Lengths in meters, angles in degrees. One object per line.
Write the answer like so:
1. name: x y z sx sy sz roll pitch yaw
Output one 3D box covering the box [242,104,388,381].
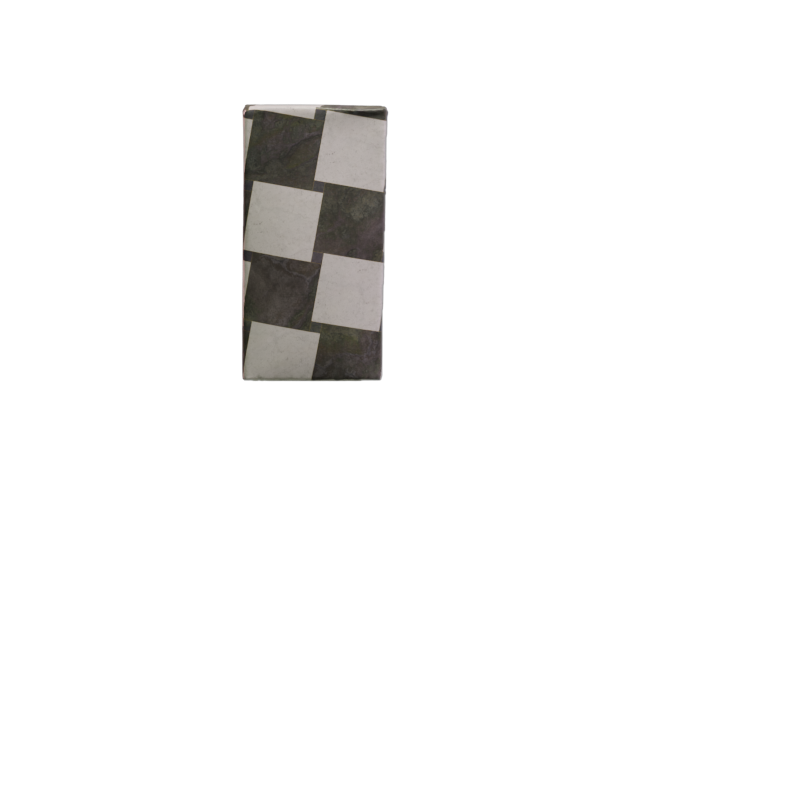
1. box: -0.056 -0.102 0.717 0.093 0.172 0.049 0 11 -4
